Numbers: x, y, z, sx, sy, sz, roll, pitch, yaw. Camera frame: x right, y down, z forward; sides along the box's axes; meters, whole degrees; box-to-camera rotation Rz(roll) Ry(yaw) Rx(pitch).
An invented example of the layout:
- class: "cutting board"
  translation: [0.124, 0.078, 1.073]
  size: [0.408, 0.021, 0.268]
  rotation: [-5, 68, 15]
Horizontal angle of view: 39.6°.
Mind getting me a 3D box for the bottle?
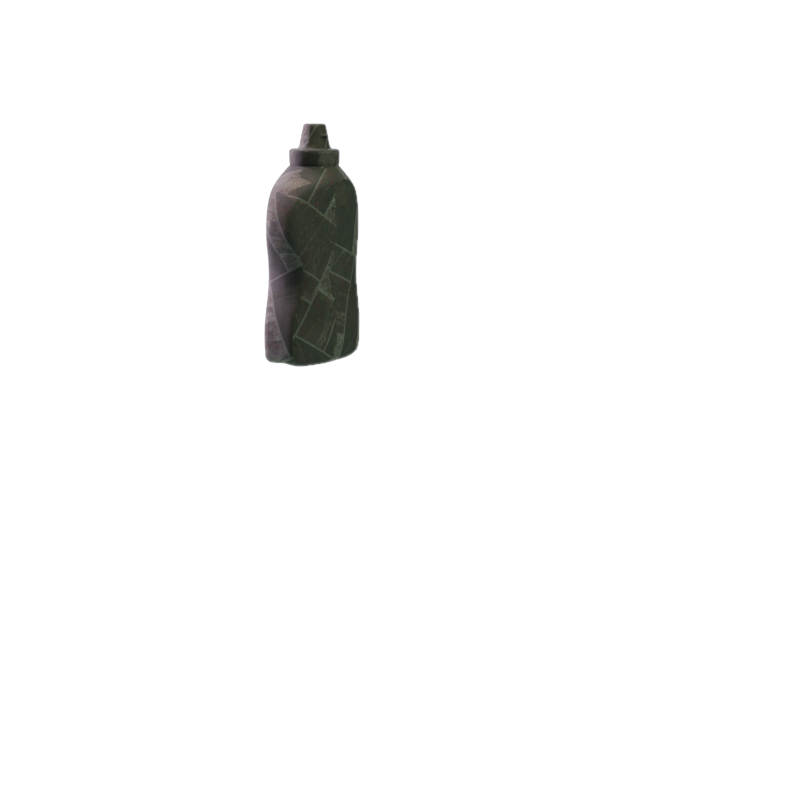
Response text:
- class: "bottle"
  translation: [-0.070, -0.129, 0.905]
  size: [0.061, 0.189, 0.094]
  rotation: [5, 9, 34]
